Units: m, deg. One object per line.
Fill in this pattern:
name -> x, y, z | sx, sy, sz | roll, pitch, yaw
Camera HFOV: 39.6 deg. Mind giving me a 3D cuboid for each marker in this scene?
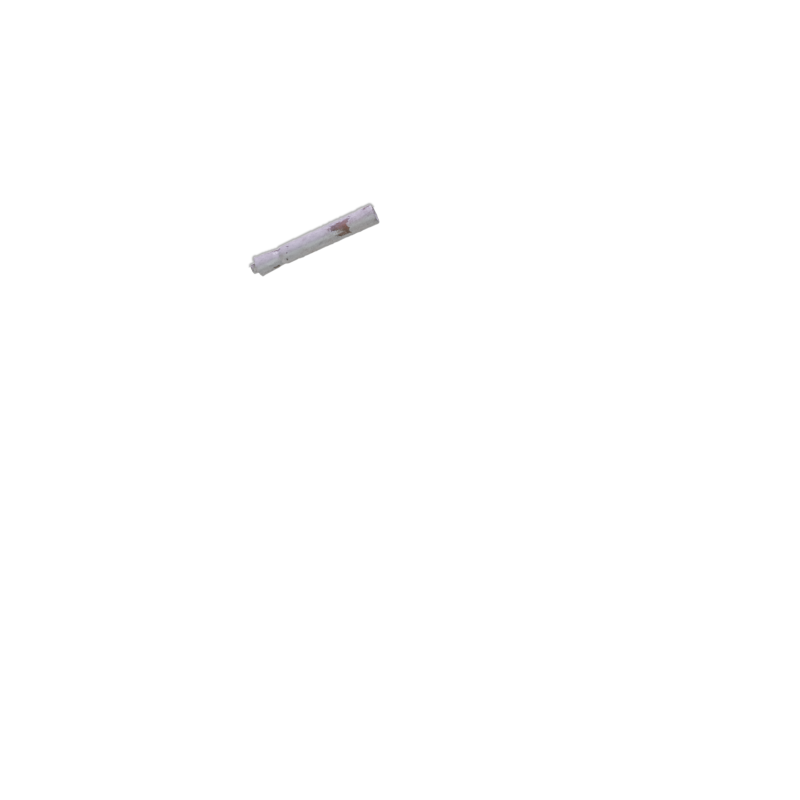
marker -> -0.077, -0.140, 0.980 | 0.121, 0.020, 0.020 | -23, 1, 8
